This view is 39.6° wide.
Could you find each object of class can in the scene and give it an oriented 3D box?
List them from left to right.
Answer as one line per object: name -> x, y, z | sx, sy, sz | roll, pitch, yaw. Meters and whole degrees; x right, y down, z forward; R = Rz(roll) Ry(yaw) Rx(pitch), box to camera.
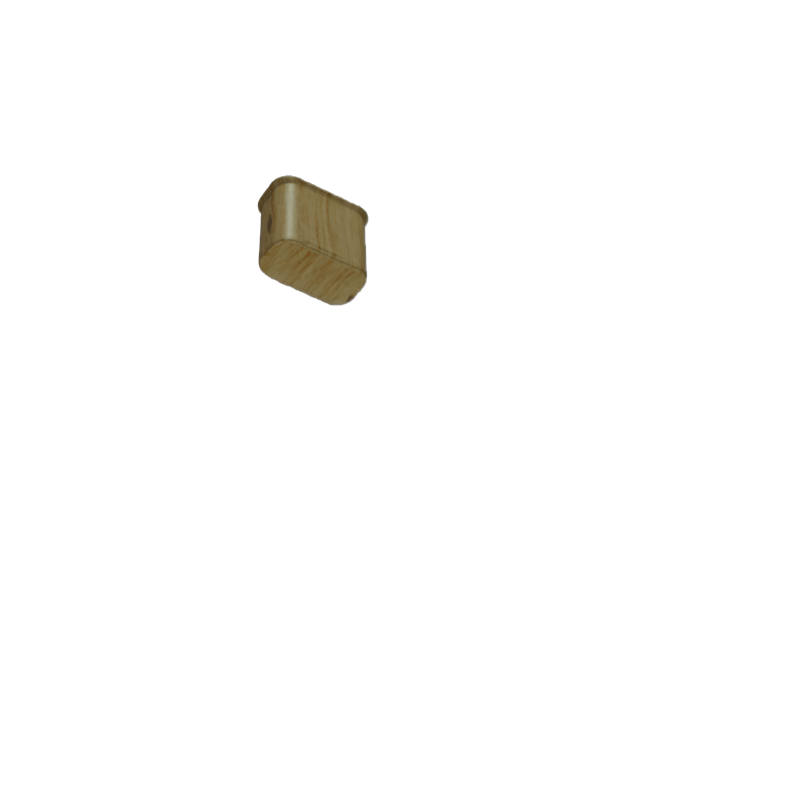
can -> -0.078, -0.142, 0.998 | 0.097, 0.090, 0.056 | 22, -49, -23
